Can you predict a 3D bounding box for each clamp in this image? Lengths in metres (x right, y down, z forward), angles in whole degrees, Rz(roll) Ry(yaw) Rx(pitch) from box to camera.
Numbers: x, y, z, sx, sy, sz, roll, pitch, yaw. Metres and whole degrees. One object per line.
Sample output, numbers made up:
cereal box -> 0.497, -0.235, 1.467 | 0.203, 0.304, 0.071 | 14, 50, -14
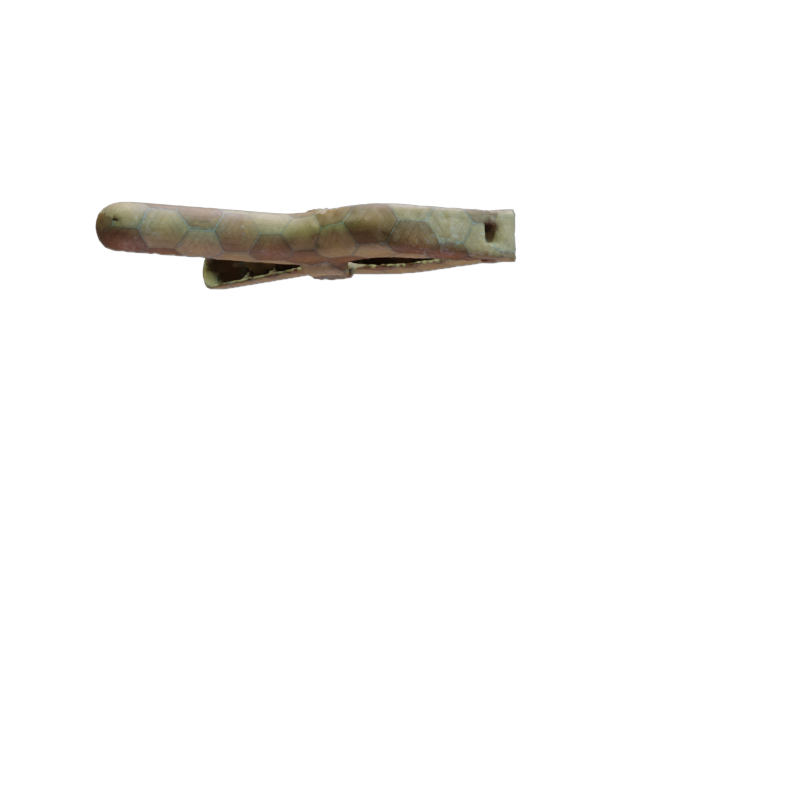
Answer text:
clamp -> -0.047, -0.085, 0.596 | 0.215, 0.037, 0.158 | -1, -2, 20
